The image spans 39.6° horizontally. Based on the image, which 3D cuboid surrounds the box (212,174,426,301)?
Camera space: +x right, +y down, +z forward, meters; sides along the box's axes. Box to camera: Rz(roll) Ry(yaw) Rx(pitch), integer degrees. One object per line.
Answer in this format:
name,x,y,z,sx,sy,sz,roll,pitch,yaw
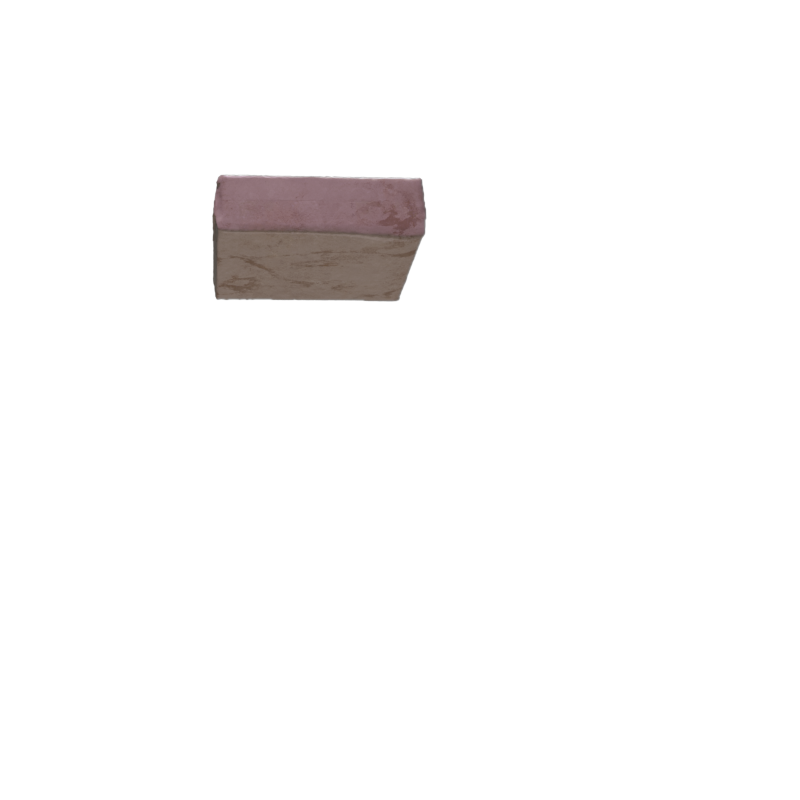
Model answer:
box,-0.049,-0.089,0.621,0.112,0.041,0.086,2,-21,-7
